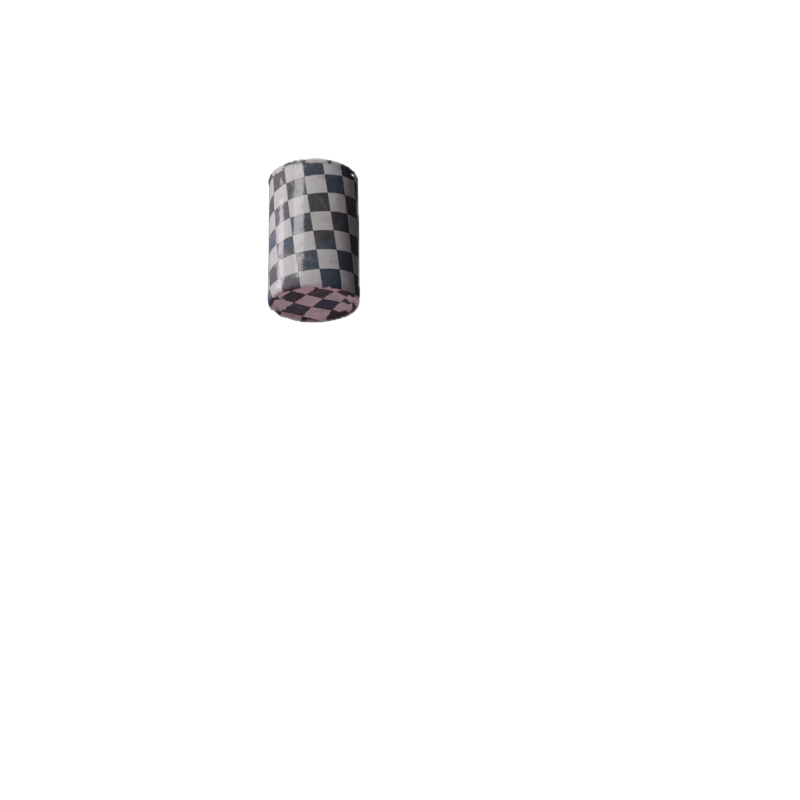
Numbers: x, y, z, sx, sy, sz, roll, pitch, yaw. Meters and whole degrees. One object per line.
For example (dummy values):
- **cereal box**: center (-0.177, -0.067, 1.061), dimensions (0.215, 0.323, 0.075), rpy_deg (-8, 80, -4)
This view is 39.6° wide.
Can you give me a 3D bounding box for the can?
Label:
- **can**: center (-0.064, -0.116, 0.812), dimensions (0.068, 0.108, 0.065), rpy_deg (0, -24, -2)
